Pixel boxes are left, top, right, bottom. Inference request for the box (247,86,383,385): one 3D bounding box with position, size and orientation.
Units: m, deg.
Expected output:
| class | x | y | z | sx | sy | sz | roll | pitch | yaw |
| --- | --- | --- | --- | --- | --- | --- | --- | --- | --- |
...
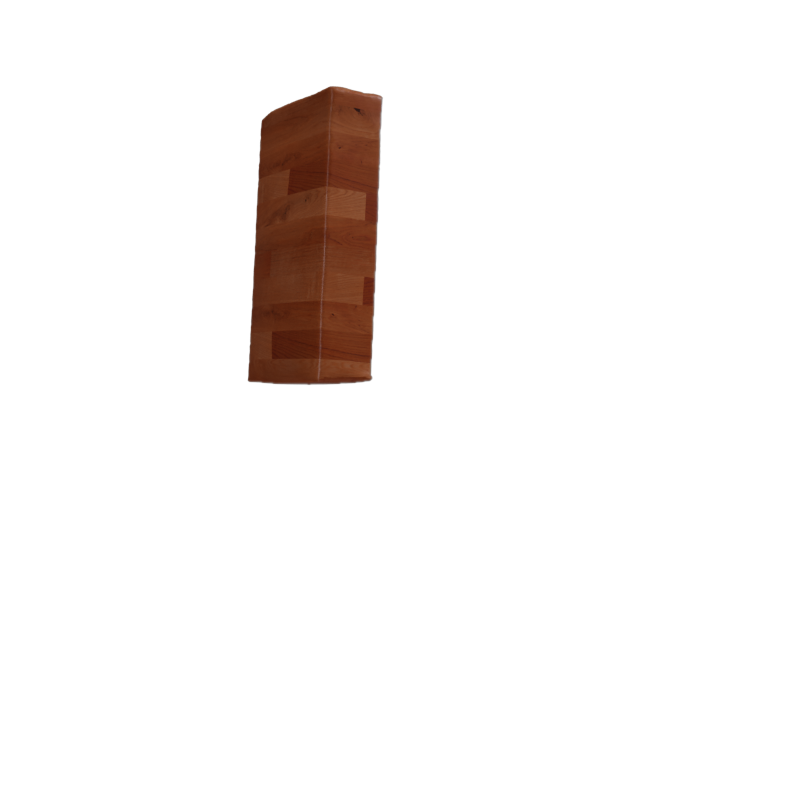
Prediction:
| class | x | y | z | sx | sy | sz | roll | pitch | yaw |
| --- | --- | --- | --- | --- | --- | --- | --- | --- | --- |
| box | -0.054 | -0.099 | 0.691 | 0.046 | 0.179 | 0.095 | 4 | -8 | -33 |
